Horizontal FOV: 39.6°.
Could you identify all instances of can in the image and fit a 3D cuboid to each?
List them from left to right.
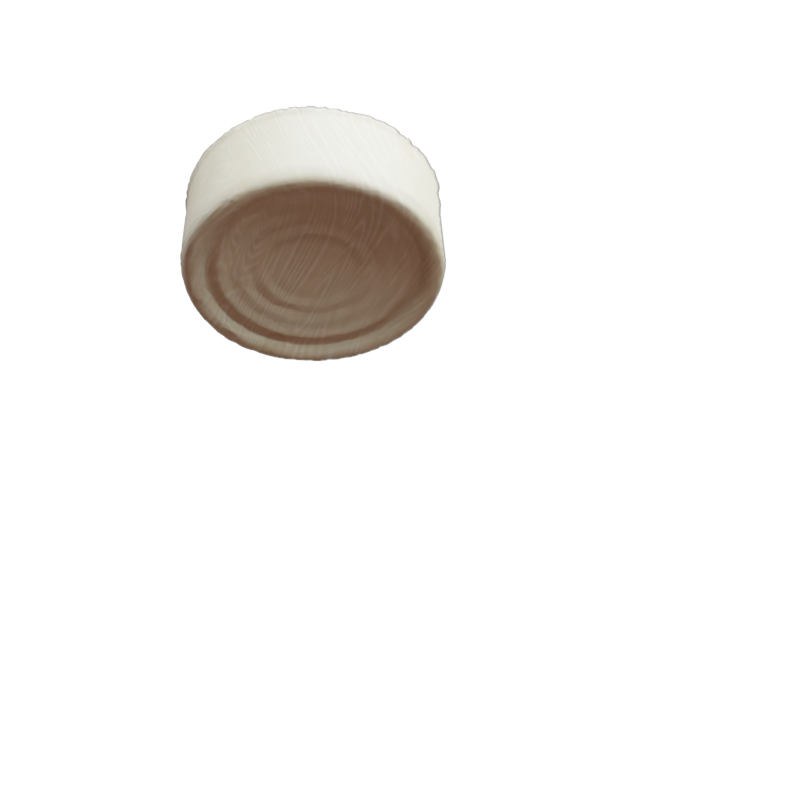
[{"bbox_3d":[-0.028,-0.052,0.362,0.086,0.036,0.080,1,-42,-1],"label":"can"}]
